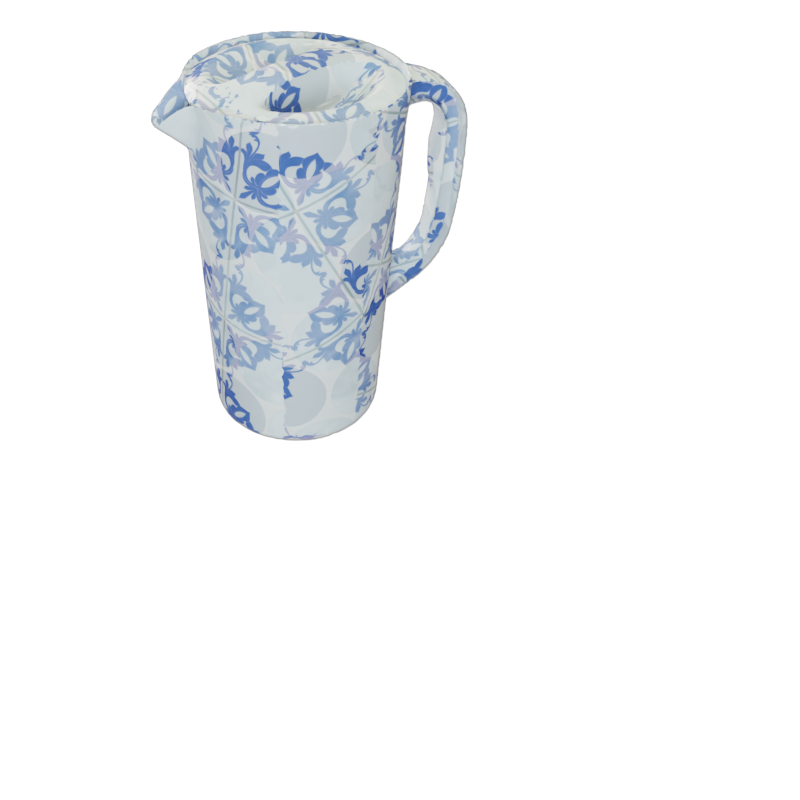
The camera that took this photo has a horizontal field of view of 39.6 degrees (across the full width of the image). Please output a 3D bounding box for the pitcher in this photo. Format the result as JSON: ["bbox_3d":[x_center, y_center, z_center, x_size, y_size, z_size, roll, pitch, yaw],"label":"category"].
[{"bbox_3d":[-0.054,-0.099,0.693,0.155,0.227,0.149,17,38,20],"label":"pitcher"}]
